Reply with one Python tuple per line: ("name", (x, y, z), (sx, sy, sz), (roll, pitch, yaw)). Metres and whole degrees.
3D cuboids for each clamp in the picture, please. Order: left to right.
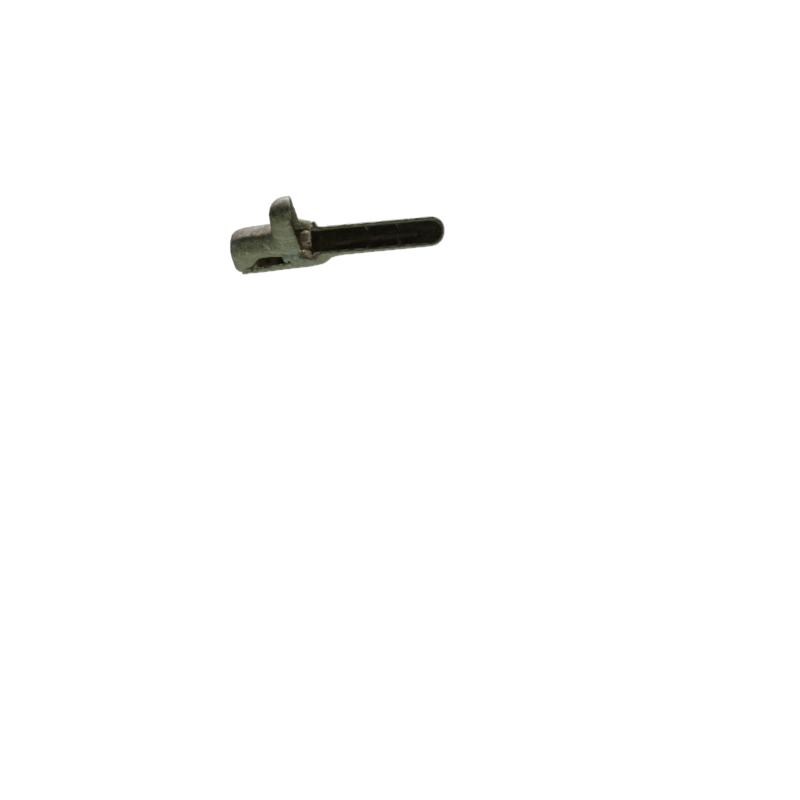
("clamp", (-0.075, -0.137, 0.959), (0.158, 0.037, 0.214), (2, -5, -30))
